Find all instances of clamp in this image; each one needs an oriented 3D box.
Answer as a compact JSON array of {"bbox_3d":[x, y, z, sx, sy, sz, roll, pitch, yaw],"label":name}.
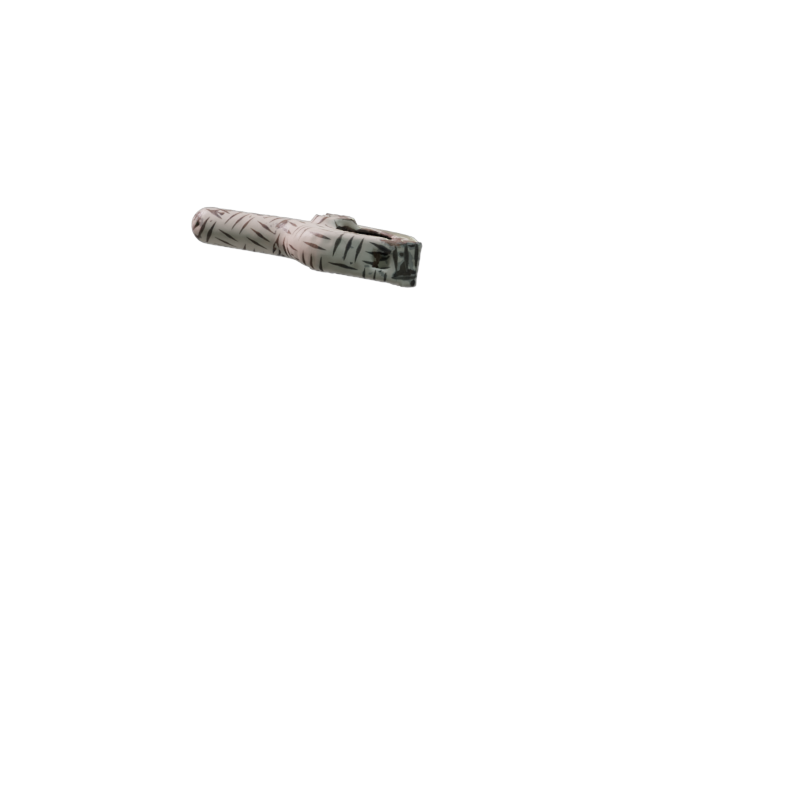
[{"bbox_3d":[-0.055,-0.101,0.706,0.117,0.038,0.180,-7,16,-28],"label":"clamp"}]
